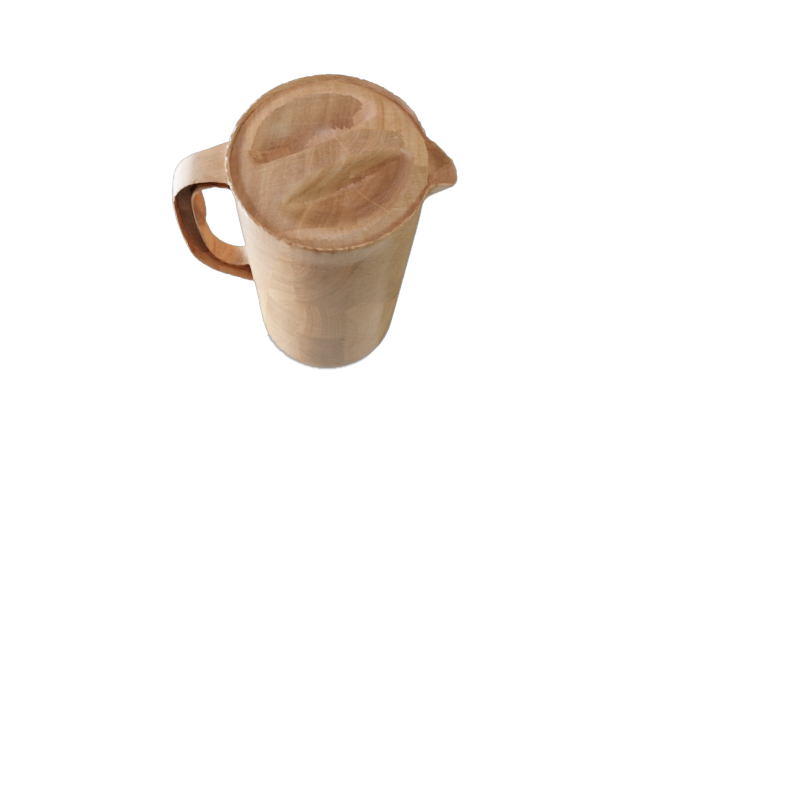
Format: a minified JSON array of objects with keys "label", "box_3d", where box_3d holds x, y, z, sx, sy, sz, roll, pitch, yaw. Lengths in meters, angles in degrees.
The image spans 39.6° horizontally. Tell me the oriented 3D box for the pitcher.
[{"label":"pitcher","box_3d":[-0.063,-0.115,0.808,0.156,0.147,0.230,41,-19,14]}]
